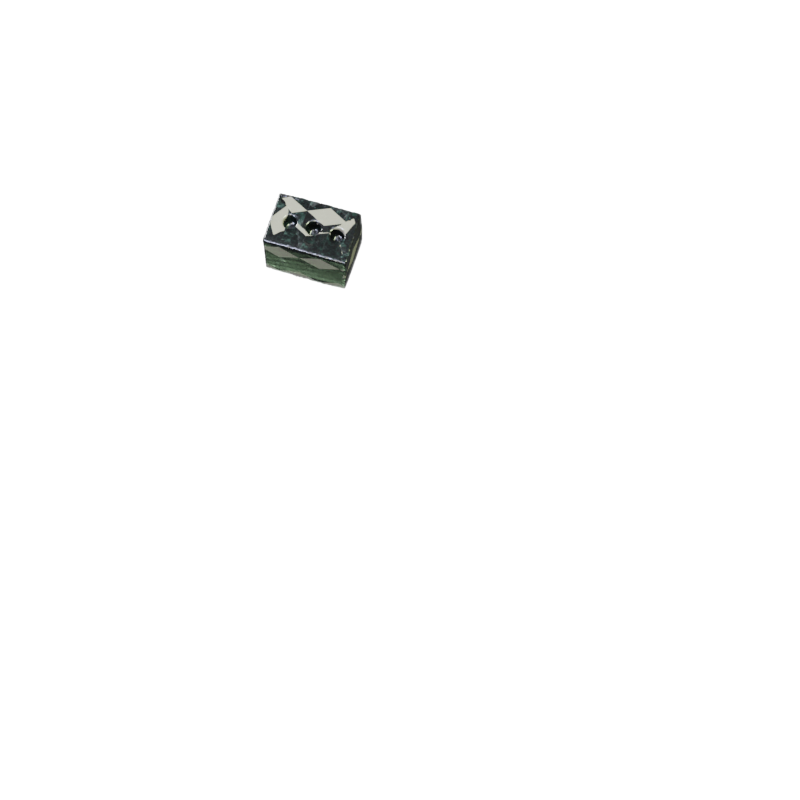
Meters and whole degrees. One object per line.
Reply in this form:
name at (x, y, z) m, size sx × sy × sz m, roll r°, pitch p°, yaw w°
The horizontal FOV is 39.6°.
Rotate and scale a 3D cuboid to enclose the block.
block at (-0.077, -0.141, 0.988) m, size 0.079 × 0.055 × 0.048 m, roll 15°, pitch -24°, yaw 6°
